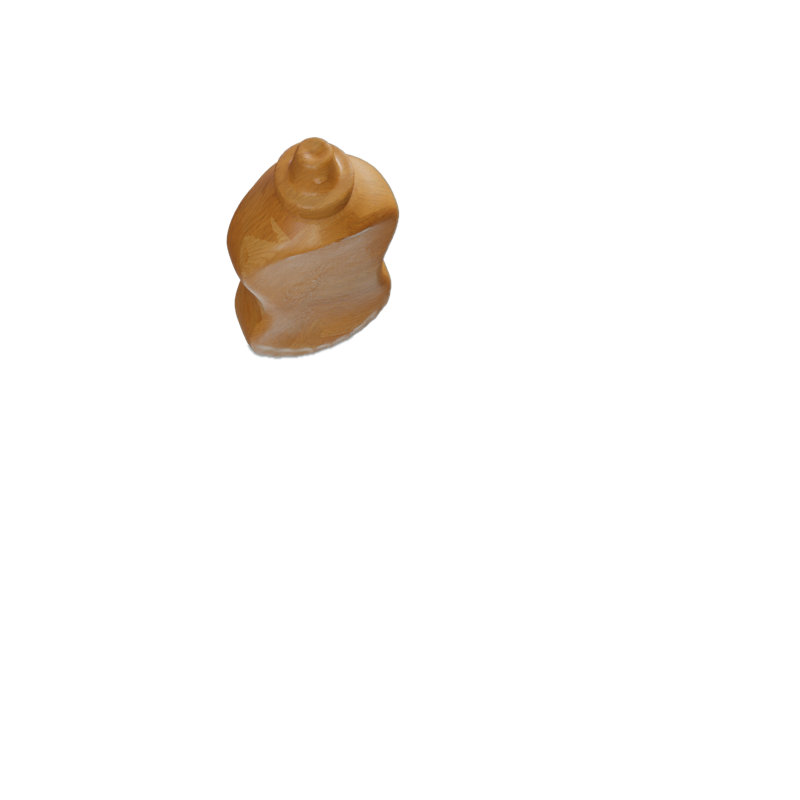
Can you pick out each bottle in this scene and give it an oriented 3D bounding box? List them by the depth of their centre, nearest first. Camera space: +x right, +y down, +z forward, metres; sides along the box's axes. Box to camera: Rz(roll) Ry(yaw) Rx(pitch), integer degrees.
[{"bbox_3d":[-0.048,-0.088,0.622,0.095,0.062,0.182,-20,-19,-11],"label":"bottle"}]
